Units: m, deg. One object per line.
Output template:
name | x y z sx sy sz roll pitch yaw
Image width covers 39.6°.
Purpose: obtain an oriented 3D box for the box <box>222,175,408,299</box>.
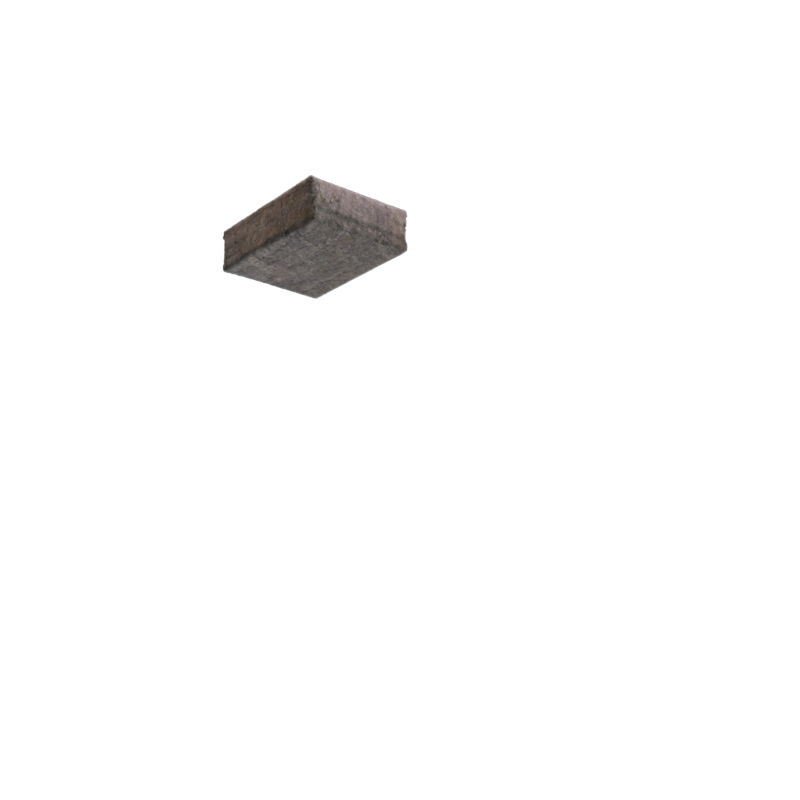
box | -0.064 -0.116 0.815 0.085 0.041 0.114 14 -23 -38
